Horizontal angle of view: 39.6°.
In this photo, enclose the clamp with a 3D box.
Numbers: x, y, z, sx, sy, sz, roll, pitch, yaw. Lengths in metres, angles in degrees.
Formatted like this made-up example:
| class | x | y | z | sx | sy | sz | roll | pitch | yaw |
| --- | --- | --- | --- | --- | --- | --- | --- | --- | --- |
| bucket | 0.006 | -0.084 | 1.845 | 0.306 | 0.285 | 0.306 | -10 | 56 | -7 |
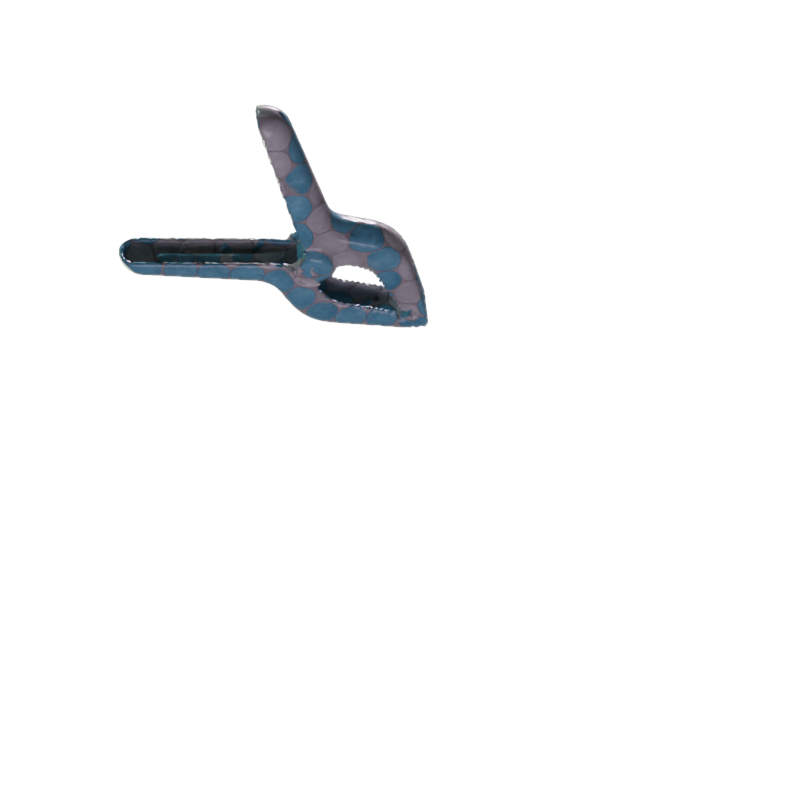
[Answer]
| class | x | y | z | sx | sy | sz | roll | pitch | yaw |
| --- | --- | --- | --- | --- | --- | --- | --- | --- | --- |
| clamp | -0.057 | -0.104 | 0.727 | 0.200 | 0.039 | 0.161 | 21 | -42 | -26 |
